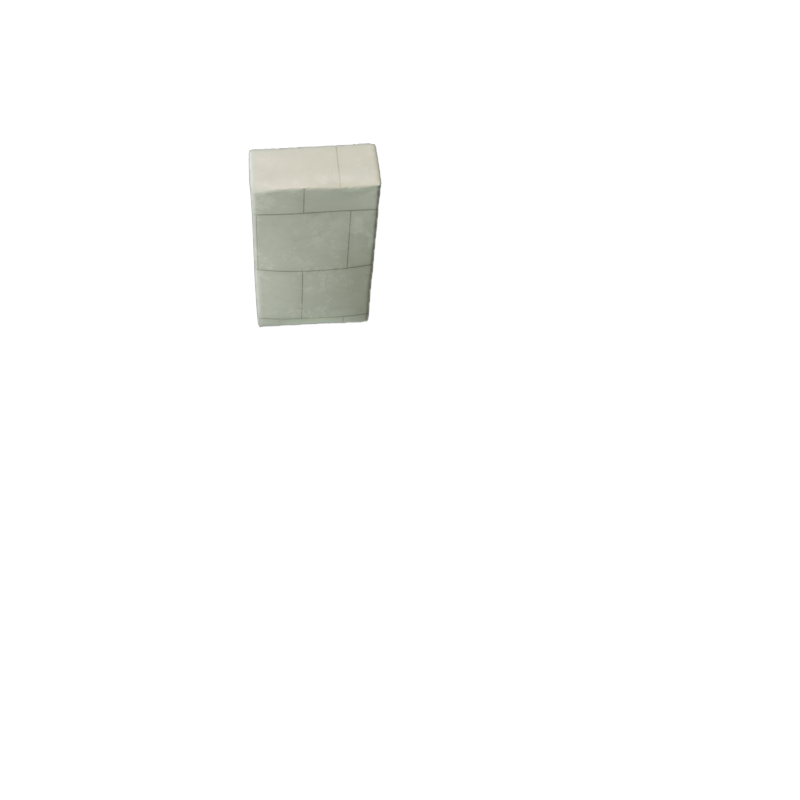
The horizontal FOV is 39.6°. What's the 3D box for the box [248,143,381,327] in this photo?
[{"bbox_3d":[-0.066,-0.120,0.839,0.093,0.051,0.166,-3,-28,-5],"label":"box"}]
